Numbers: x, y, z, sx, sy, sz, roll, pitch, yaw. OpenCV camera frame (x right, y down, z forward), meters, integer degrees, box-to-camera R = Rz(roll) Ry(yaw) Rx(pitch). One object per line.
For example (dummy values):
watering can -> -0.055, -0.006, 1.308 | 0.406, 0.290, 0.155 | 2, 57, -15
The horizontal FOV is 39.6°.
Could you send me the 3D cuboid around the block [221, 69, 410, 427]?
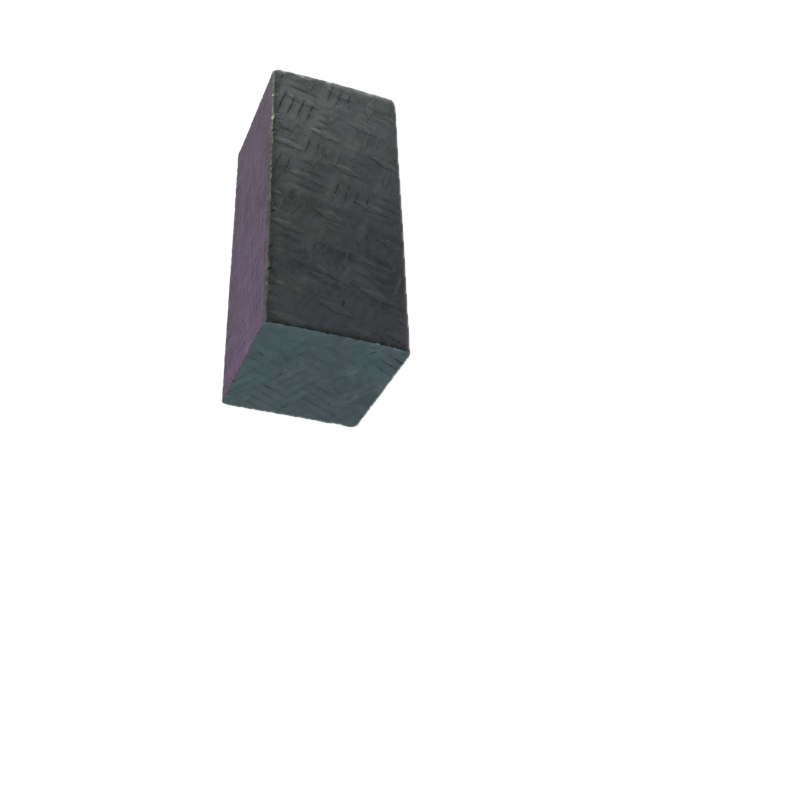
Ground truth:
block -> -0.055, -0.101, 0.707 | 0.088, 0.221, 0.087 | 11, -39, -18
